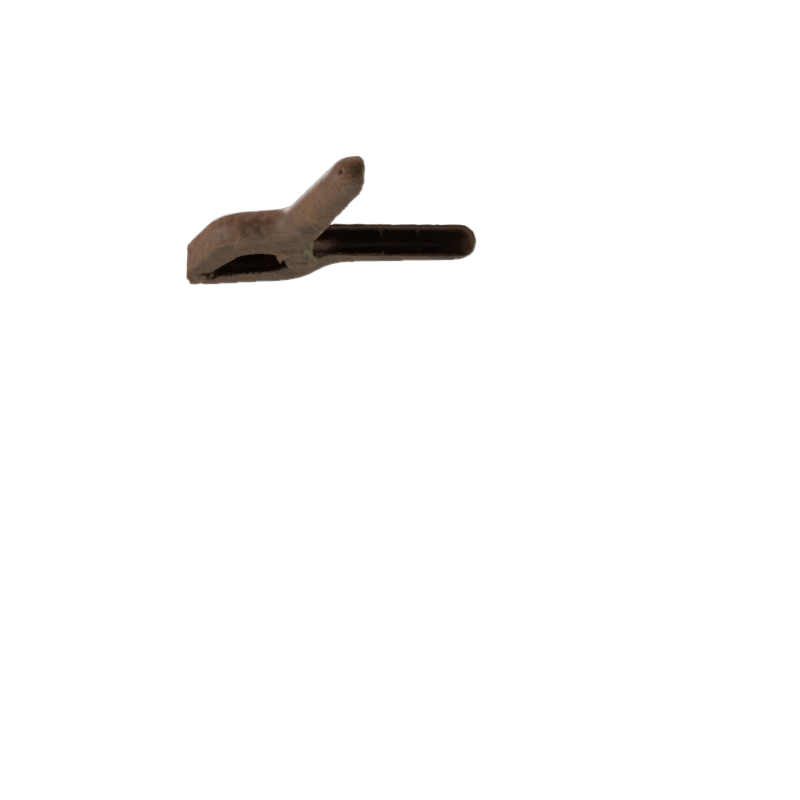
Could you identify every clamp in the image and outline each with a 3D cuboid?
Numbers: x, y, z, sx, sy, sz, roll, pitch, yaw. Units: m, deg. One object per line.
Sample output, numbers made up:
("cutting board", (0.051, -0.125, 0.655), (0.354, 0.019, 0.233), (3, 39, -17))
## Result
("clamp", (-0.062, -0.113, 0.791), (0.214, 0.038, 0.155), (-11, -18, 37))
